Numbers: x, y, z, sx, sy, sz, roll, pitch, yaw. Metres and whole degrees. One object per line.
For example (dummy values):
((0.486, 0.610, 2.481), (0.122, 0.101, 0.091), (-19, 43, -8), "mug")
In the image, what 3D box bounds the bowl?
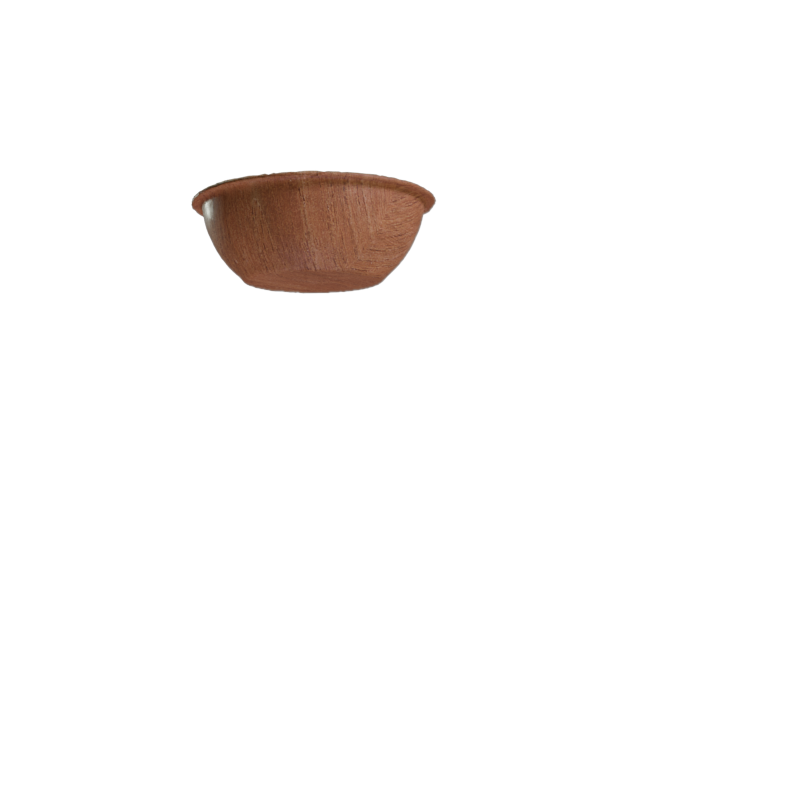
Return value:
((-0.057, -0.104, 0.731), (0.162, 0.056, 0.159), (0, -5, -2), "bowl")
